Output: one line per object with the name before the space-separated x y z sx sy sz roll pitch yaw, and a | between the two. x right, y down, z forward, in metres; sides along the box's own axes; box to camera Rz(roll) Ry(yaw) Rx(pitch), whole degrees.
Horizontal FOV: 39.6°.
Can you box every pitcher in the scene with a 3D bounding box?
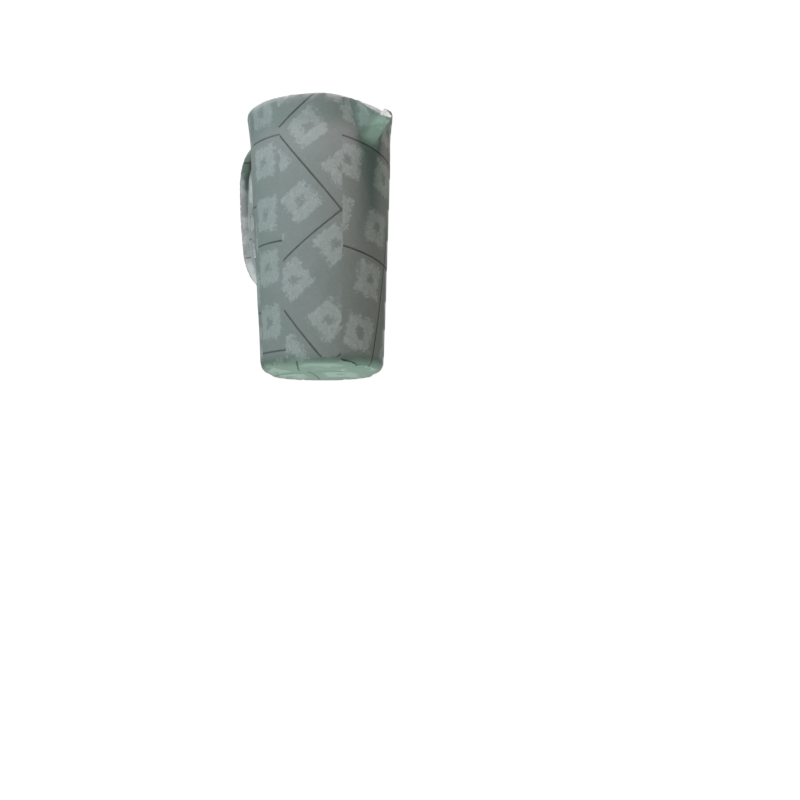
pitcher | -0.078 -0.143 0.998 0.145 0.250 0.145 0 -10 -1
